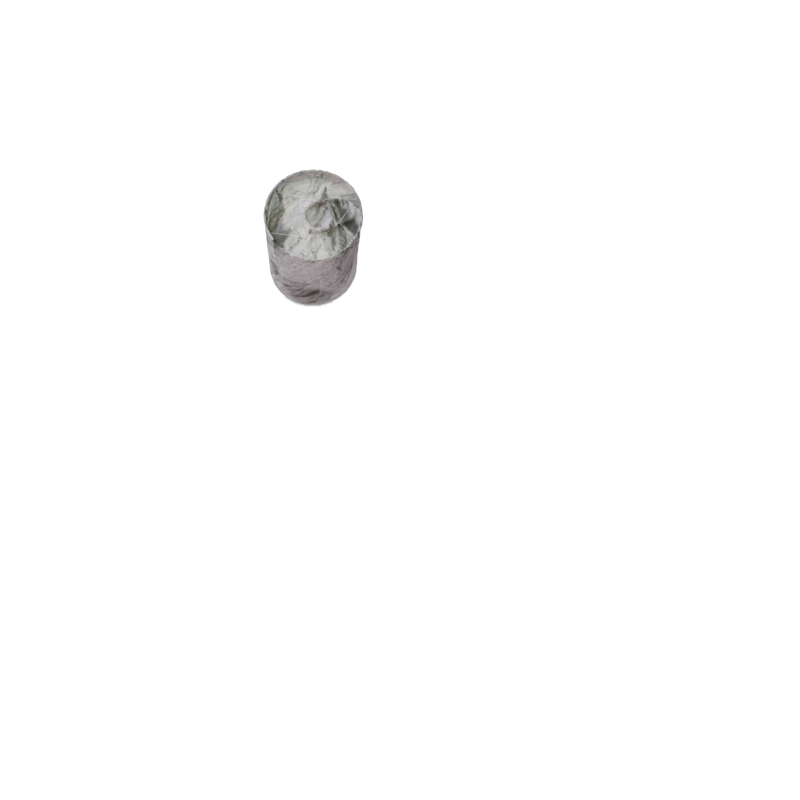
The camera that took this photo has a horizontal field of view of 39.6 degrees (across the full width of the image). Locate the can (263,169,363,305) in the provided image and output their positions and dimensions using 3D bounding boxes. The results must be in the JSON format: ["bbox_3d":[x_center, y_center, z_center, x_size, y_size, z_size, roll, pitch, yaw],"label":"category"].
[{"bbox_3d":[-0.063,-0.114,0.802,0.068,0.072,0.098,0,-17,-3],"label":"can"}]
